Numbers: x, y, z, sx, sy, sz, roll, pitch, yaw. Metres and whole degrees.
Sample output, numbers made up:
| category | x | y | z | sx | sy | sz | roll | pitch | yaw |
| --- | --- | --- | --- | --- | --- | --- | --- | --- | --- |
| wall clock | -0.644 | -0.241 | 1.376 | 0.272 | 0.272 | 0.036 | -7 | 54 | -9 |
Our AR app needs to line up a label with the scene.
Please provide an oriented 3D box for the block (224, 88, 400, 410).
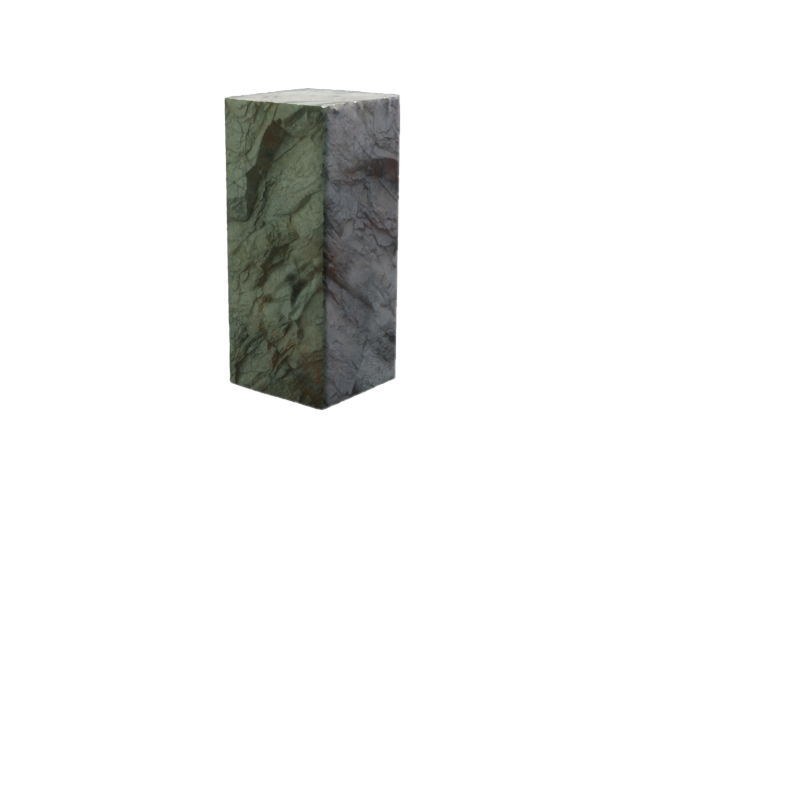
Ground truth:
| category | x | y | z | sx | sy | sz | roll | pitch | yaw |
| --- | --- | --- | --- | --- | --- | --- | --- | --- | --- |
| block | -0.061 | -0.111 | 0.782 | 0.095 | 0.200 | 0.089 | 12 | 18 | 36 |
